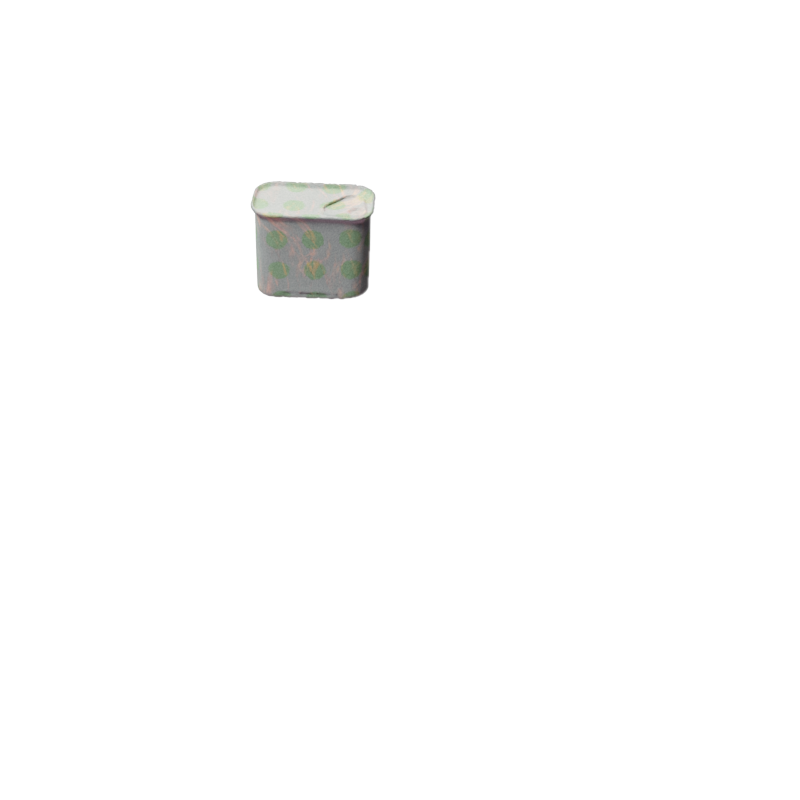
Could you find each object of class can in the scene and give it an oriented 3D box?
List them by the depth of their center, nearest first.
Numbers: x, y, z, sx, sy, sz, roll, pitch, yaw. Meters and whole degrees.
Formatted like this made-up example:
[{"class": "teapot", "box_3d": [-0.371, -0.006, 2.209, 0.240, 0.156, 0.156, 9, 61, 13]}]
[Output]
[{"class": "can", "box_3d": [-0.073, -0.134, 0.940, 0.102, 0.078, 0.061, 3, 35, 2]}]
